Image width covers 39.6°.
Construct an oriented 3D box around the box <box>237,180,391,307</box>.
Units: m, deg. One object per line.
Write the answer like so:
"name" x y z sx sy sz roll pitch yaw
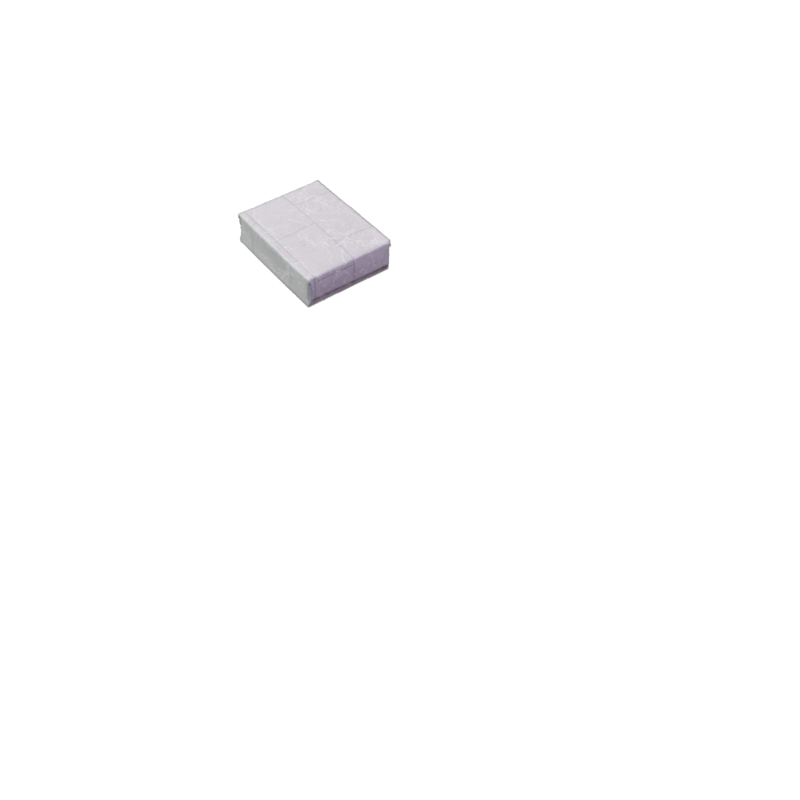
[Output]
"box" -0.077 -0.141 0.986 0.089 0.036 0.122 -27 49 -27
